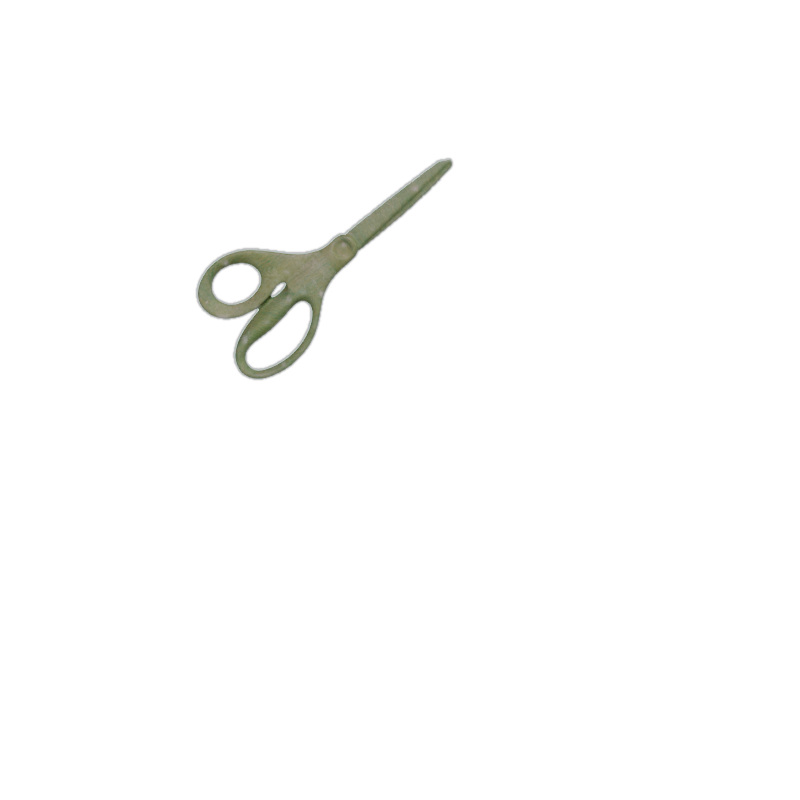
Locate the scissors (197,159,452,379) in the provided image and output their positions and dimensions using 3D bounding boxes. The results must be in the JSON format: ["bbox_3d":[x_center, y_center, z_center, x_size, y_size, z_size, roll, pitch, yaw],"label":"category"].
[{"bbox_3d":[-0.059,-0.108,0.759,0.097,0.203,0.016,35,-5,3],"label":"scissors"}]
